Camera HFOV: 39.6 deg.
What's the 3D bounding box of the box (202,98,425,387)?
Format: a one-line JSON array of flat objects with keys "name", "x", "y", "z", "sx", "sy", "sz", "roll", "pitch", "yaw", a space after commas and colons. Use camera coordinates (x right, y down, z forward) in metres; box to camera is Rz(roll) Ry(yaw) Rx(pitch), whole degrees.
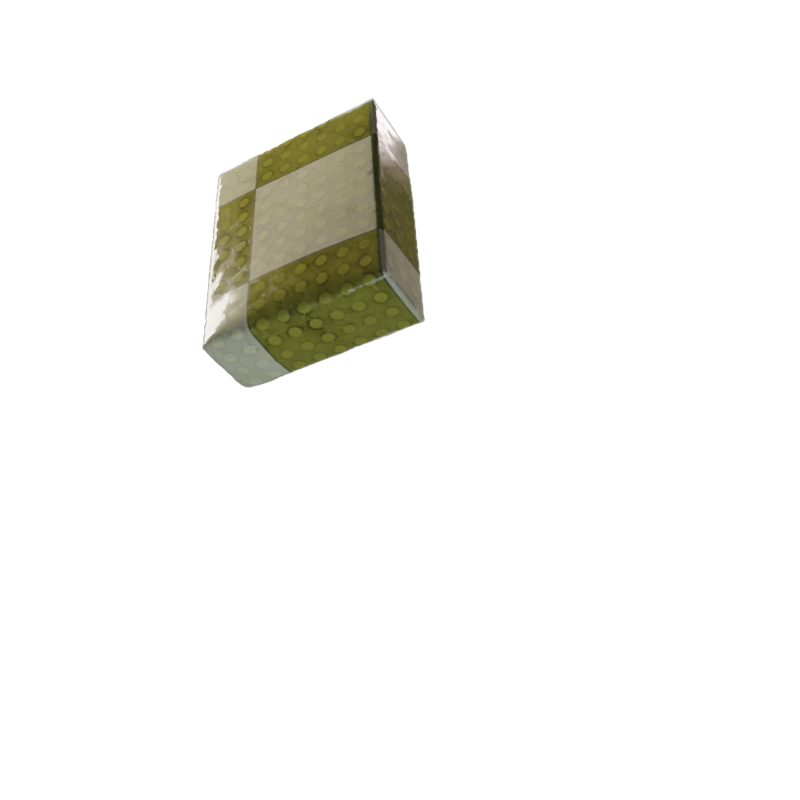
[{"name": "box", "x": -0.072, "y": -0.131, "z": 0.915, "sx": 0.165, "sy": 0.230, "sz": 0.066, "roll": -22, "pitch": -46, "yaw": 19}]
